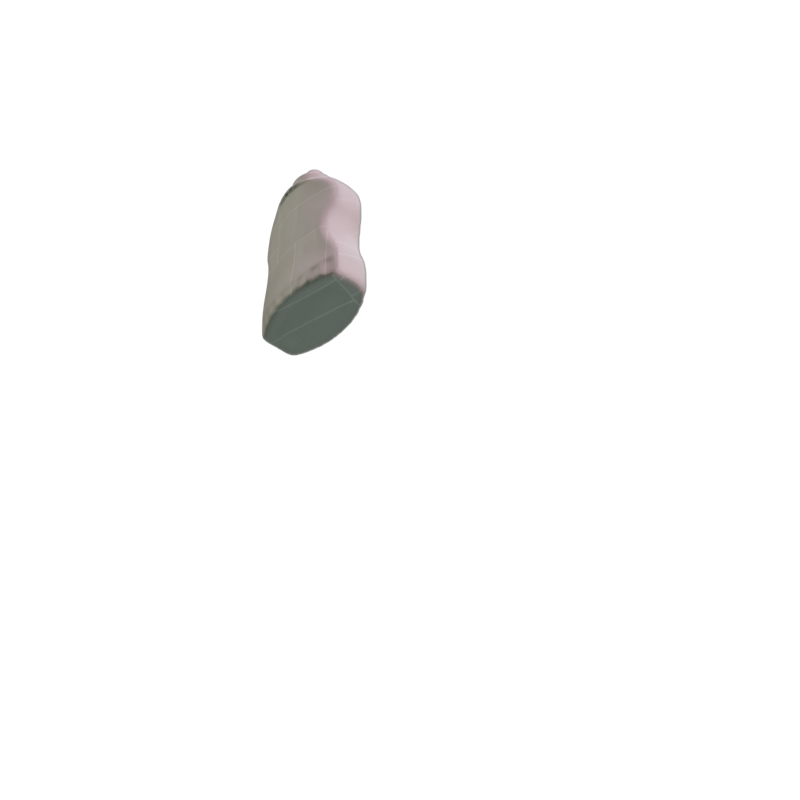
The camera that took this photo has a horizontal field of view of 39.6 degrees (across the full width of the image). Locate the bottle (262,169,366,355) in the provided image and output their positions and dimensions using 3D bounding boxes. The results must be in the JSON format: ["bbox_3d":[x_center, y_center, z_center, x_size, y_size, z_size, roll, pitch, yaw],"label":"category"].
[{"bbox_3d":[-0.072,-0.132,0.928,0.055,0.206,0.094,30,-56,-28],"label":"bottle"}]
